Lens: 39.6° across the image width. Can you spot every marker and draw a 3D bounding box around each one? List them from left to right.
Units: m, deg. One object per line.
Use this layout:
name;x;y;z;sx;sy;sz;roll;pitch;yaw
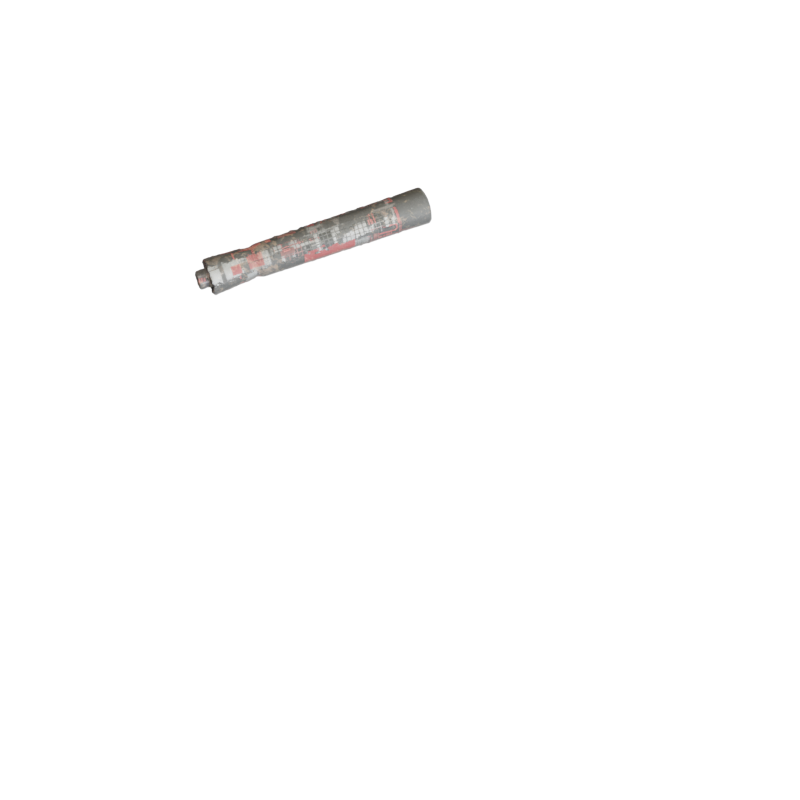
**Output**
marker;-0.043;-0.078;0.548;0.120;0.019;0.020;-20;9;-11
